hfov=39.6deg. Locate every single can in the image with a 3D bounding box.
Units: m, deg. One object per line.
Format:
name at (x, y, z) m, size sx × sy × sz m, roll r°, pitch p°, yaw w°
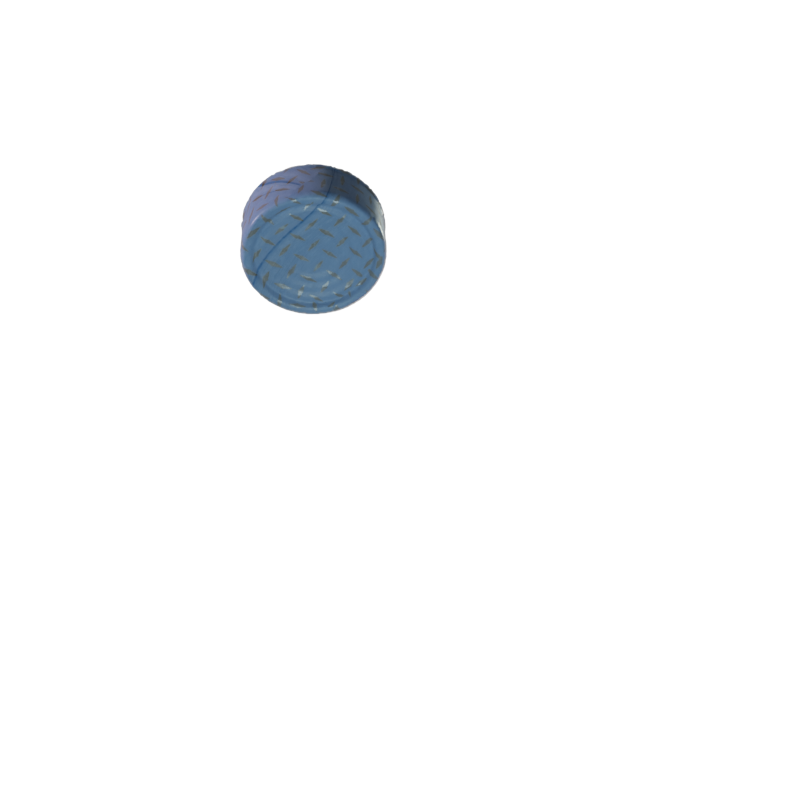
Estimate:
can at (-0.051, -0.092, 0.647) m, size 0.086 × 0.080 × 0.036 m, roll 1°, pitch 36°, yaw -1°
